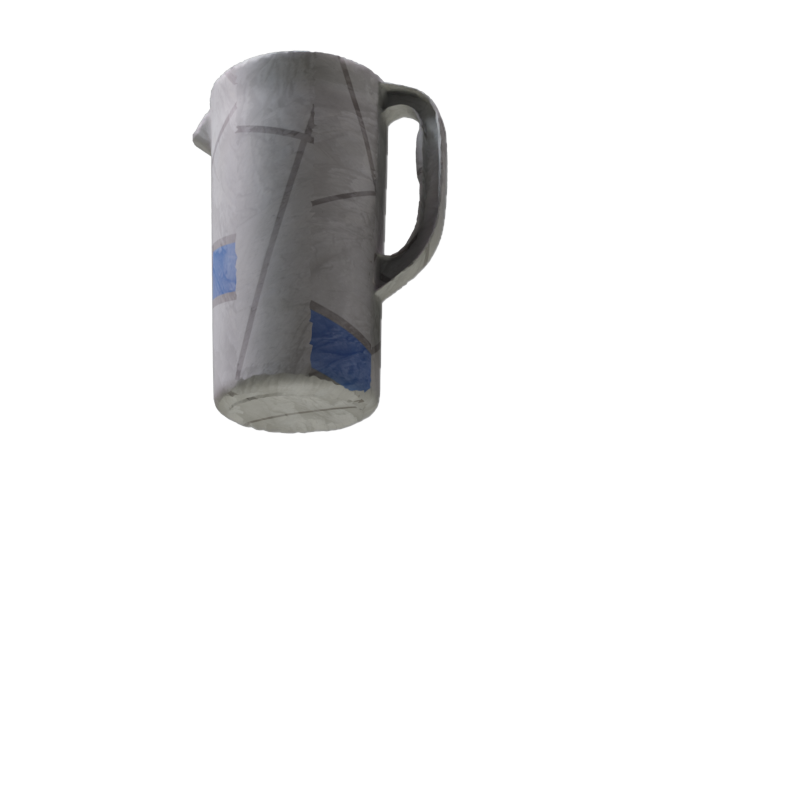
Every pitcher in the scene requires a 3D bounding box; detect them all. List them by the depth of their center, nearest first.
[{"bbox_3d":[-0.059,-0.108,0.759,0.139,0.256,0.148,11,-25,-28],"label":"pitcher"}]
